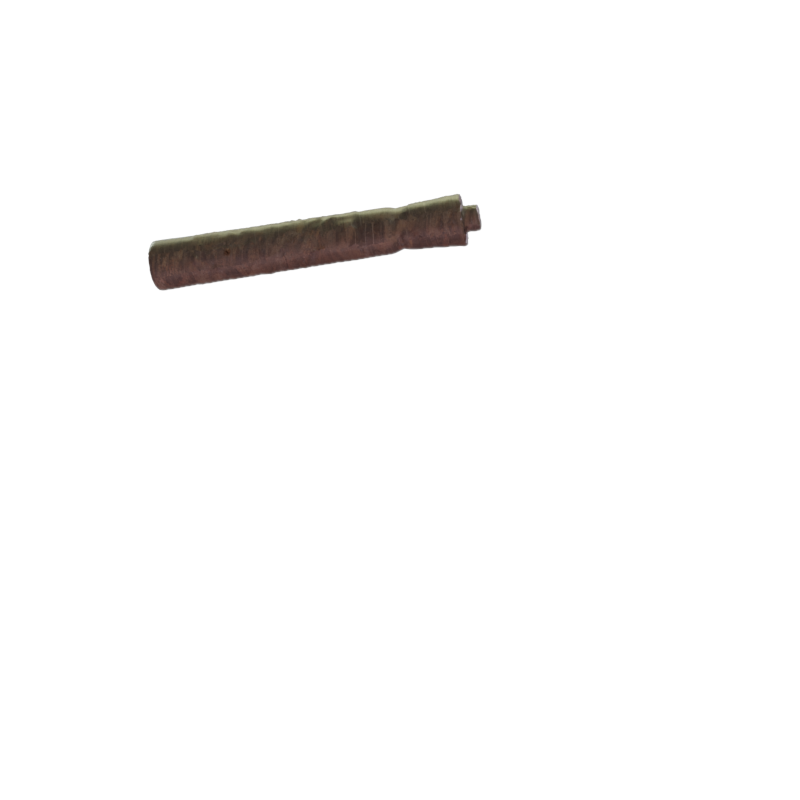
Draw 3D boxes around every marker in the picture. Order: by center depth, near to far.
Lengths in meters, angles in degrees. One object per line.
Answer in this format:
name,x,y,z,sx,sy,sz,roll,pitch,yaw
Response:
marker,-0.031,-0.057,0.402,0.122,0.020,0.020,-7,3,11
